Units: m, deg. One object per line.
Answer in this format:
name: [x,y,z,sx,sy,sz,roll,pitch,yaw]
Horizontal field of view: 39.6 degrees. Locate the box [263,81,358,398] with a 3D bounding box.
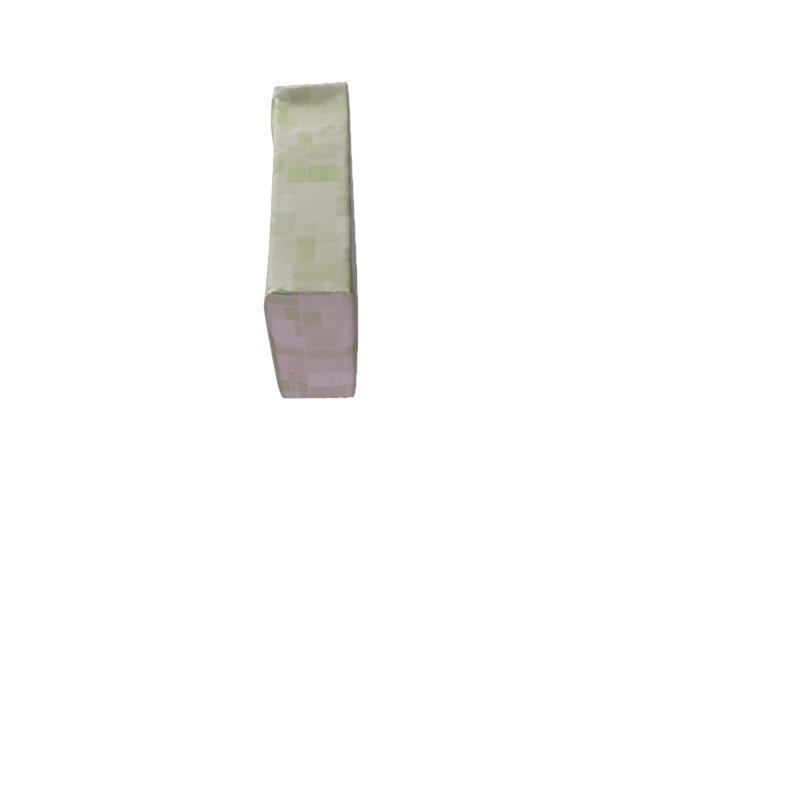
box: [-0.073,-0.133,0.928,0.072,0.228,0.153,-2,-32,-1]
